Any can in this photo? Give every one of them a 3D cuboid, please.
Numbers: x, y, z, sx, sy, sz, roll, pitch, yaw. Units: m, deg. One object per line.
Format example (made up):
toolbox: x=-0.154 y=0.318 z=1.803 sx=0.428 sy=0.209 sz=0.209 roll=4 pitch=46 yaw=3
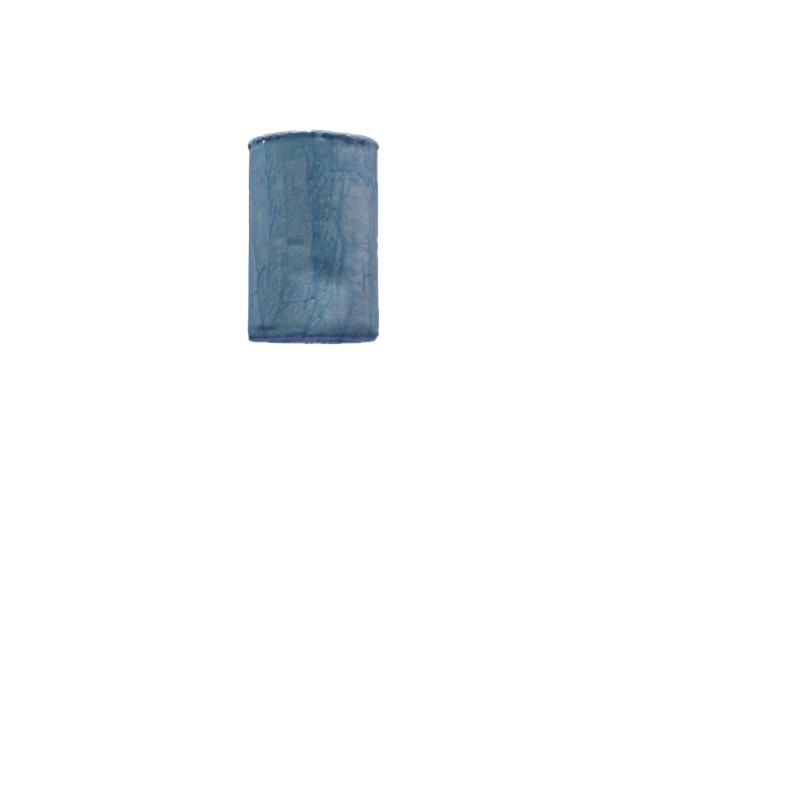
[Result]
can: x=-0.044 y=-0.081 z=0.567 sx=0.068 sy=0.104 sz=0.068 roll=0 pitch=-5 yaw=-2
